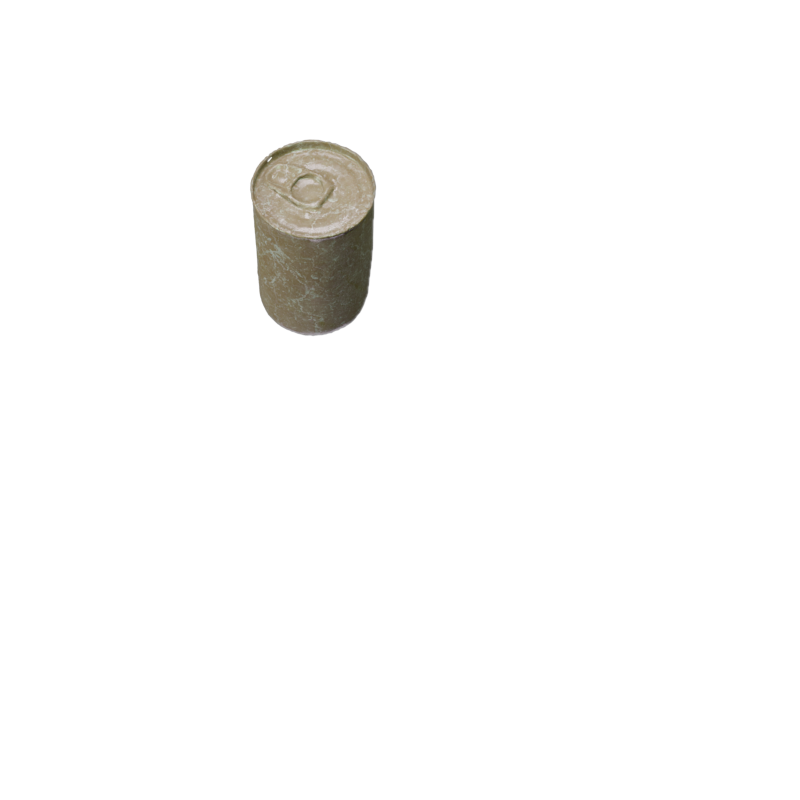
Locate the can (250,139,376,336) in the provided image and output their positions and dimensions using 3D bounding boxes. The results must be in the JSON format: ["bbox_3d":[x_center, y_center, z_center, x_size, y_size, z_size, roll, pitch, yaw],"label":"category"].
[{"bbox_3d":[-0.050,-0.091,0.637,0.068,0.073,0.096,0,-31,-3],"label":"can"}]
